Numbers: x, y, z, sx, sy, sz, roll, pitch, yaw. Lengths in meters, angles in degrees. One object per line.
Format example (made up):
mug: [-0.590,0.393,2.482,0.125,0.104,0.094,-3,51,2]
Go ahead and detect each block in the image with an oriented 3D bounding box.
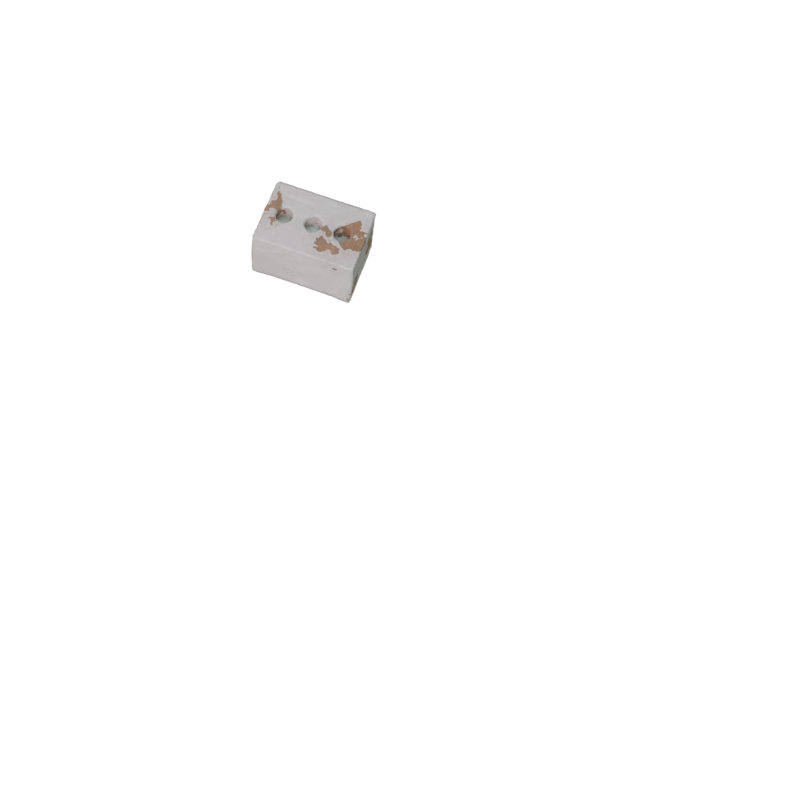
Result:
block: [-0.063,-0.114,0.802,0.079,0.055,0.048,18,-26,8]
